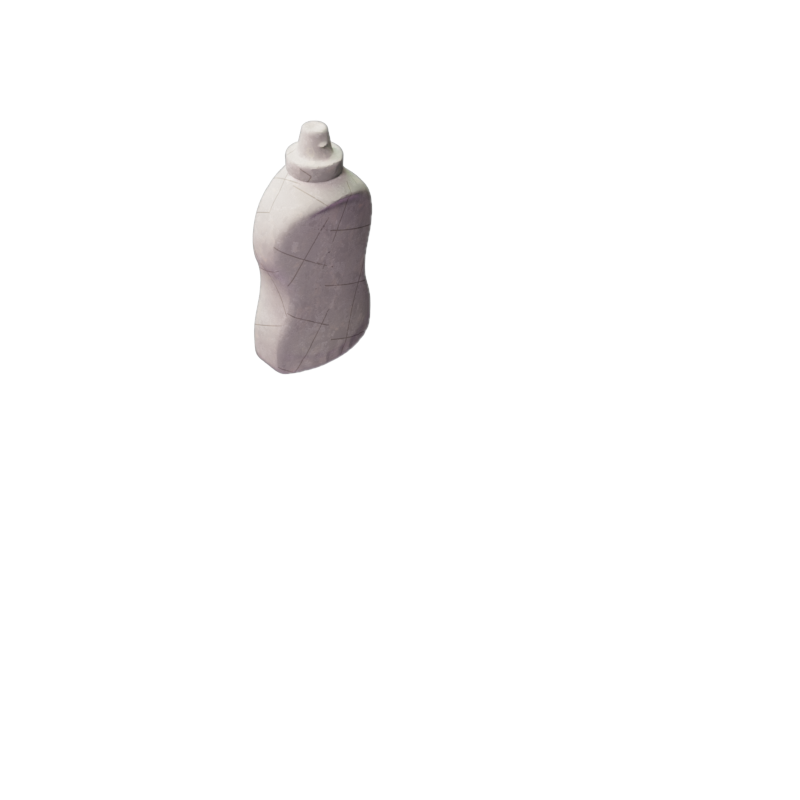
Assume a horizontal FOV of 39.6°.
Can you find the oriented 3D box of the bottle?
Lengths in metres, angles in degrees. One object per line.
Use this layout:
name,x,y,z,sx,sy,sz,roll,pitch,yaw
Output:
bottle,-0.063,-0.115,0.809,0.096,0.179,0.063,-26,46,-33
